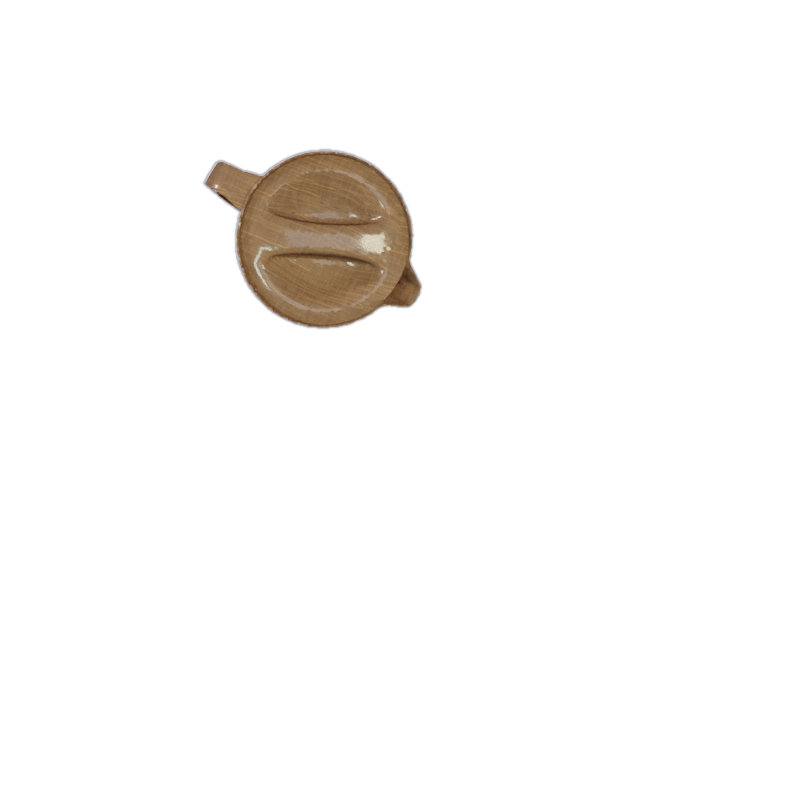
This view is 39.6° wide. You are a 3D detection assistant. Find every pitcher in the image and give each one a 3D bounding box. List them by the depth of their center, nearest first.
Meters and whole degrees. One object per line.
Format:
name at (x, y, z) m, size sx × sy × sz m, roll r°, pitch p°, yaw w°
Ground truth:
pitcher at (-0.074, -0.134, 0.941) m, size 0.145 × 0.150 × 0.243 m, roll -15°, pitch 2°, yaw -3°
